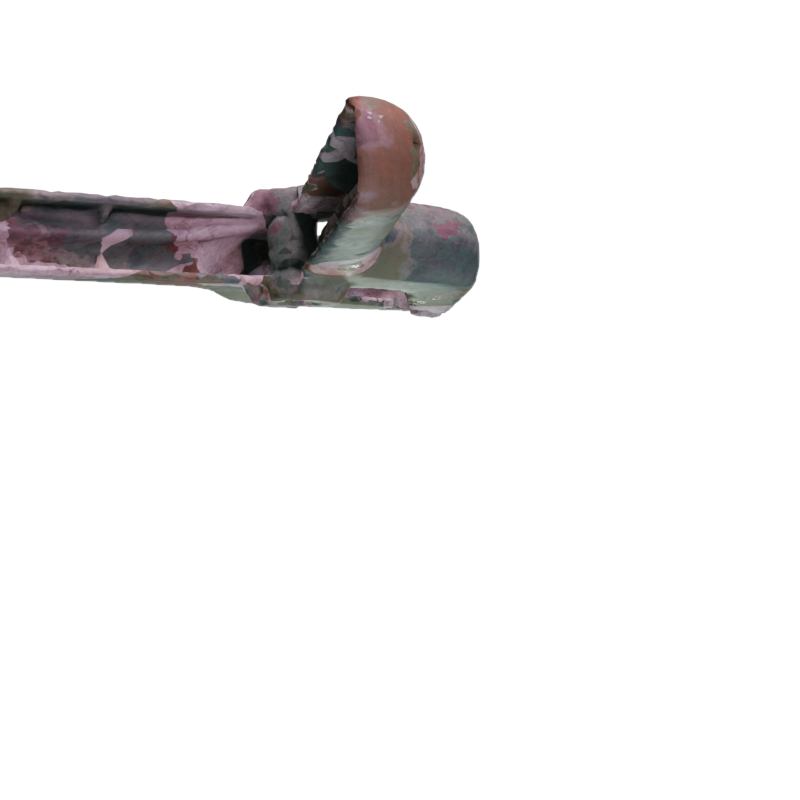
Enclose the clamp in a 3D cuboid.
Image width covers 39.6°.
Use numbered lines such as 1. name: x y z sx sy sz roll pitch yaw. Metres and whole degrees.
1. clamp: -0.027 -0.048 0.340 0.170 0.037 0.200 -1 -2 35
